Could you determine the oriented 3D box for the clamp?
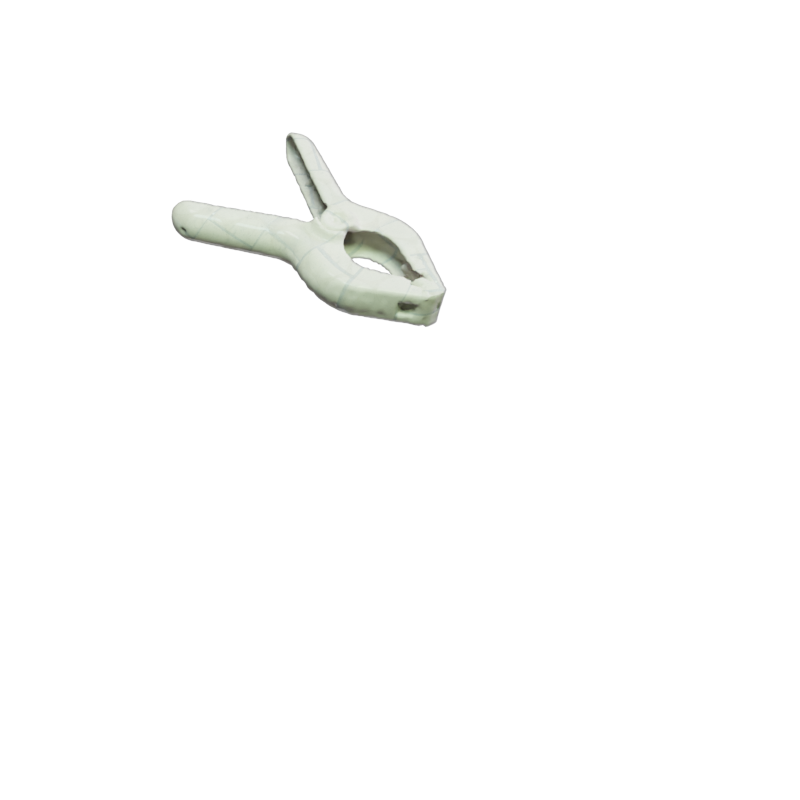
[{"bbox_3d":[-0.053,-0.097,0.677,0.121,0.036,0.183,-34,57,-26],"label":"clamp"}]
